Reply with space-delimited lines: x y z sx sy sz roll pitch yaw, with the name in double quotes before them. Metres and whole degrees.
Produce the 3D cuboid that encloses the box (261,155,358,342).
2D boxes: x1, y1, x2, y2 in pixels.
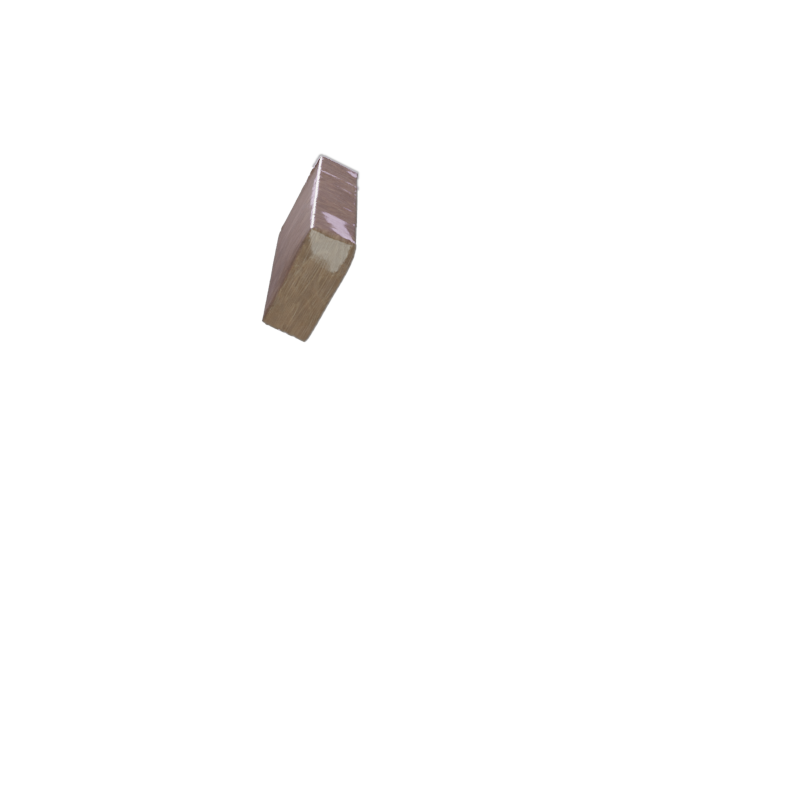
"box" -0.073 -0.132 0.926 0.047 0.091 0.187 24 24 -17
